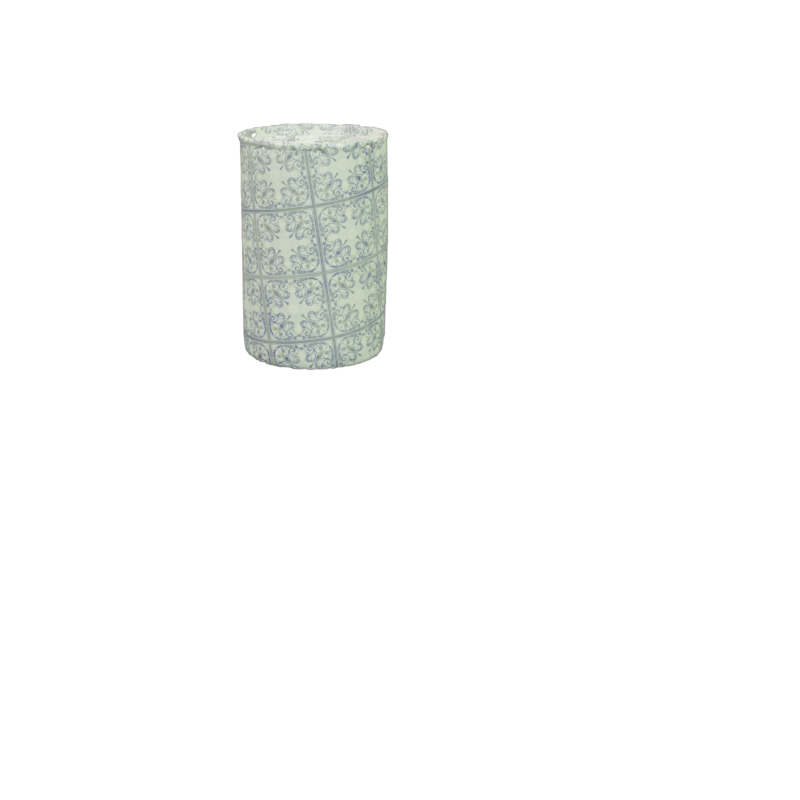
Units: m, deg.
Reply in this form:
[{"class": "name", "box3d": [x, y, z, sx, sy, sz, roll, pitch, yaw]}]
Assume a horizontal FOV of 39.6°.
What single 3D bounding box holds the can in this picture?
[{"class": "can", "box3d": [-0.040, -0.073, 0.511, 0.068, 0.099, 0.071, 0, 16, -2]}]
